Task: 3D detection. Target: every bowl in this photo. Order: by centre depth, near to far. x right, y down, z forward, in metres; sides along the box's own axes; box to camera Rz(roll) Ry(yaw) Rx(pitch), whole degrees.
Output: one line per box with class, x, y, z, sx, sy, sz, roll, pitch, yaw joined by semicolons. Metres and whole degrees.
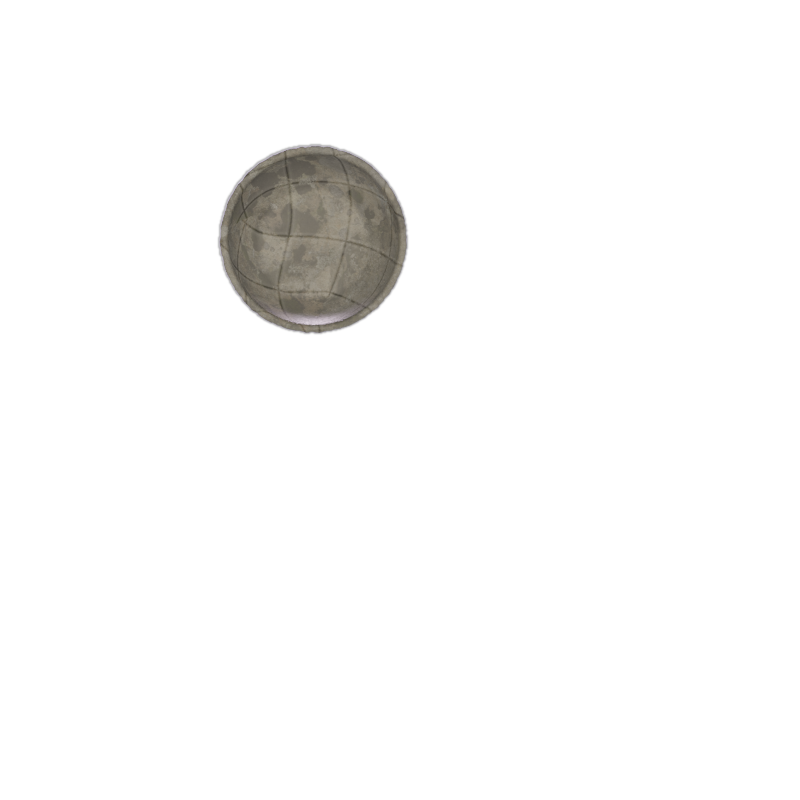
bowl;-0.073;-0.132;0.927;0.162;0.160;0.056;0;4;0
